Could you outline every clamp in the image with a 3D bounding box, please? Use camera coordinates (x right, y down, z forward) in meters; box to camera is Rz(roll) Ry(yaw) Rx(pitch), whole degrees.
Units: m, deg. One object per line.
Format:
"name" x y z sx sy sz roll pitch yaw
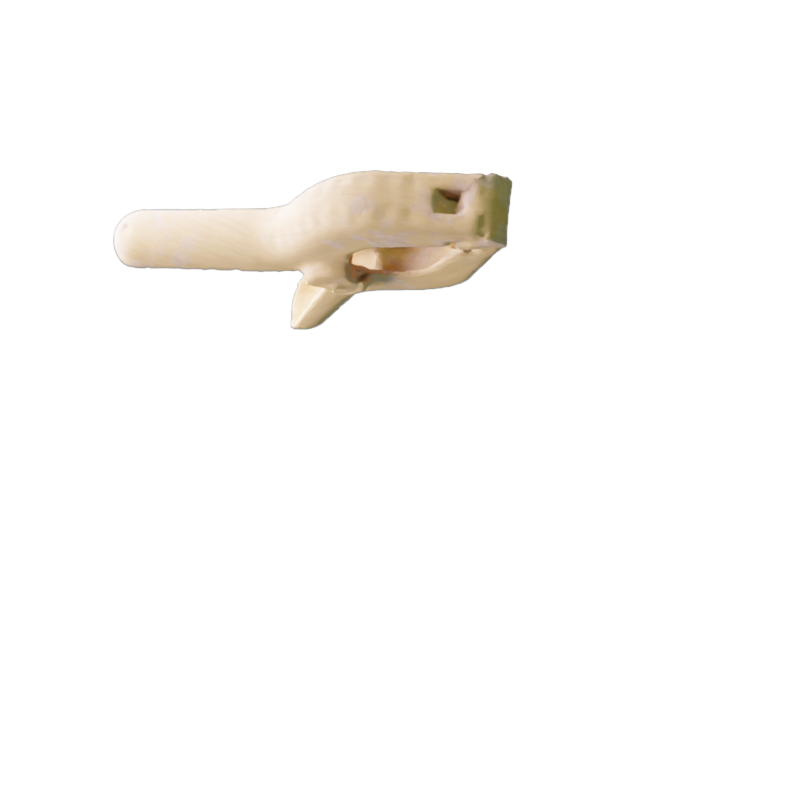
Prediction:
"clamp" -0.036 -0.065 0.454 0.114 0.041 0.174 10 -15 -38
